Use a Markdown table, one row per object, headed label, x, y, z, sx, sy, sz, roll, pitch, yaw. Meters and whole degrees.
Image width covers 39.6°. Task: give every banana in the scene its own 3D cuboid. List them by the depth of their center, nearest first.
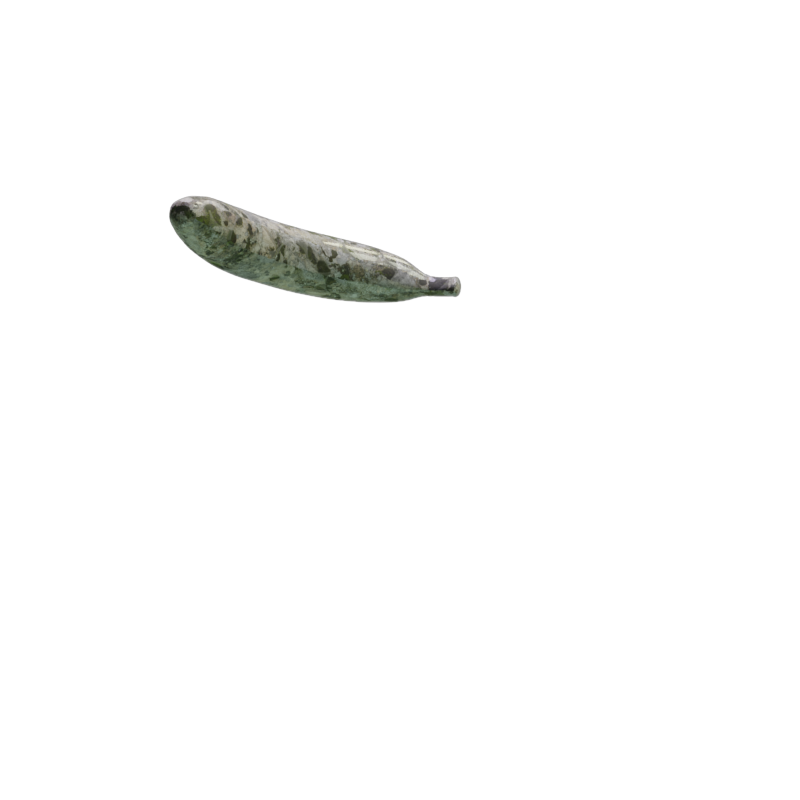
| label | x | y | z | sx | sy | sz | roll | pitch | yaw |
| --- | --- | --- | --- | --- | --- | --- | --- | --- | --- |
| banana | -0.058 | -0.087 | 0.647 | 0.188 | 0.038 | 0.070 | 9 | -16 | -36 |
